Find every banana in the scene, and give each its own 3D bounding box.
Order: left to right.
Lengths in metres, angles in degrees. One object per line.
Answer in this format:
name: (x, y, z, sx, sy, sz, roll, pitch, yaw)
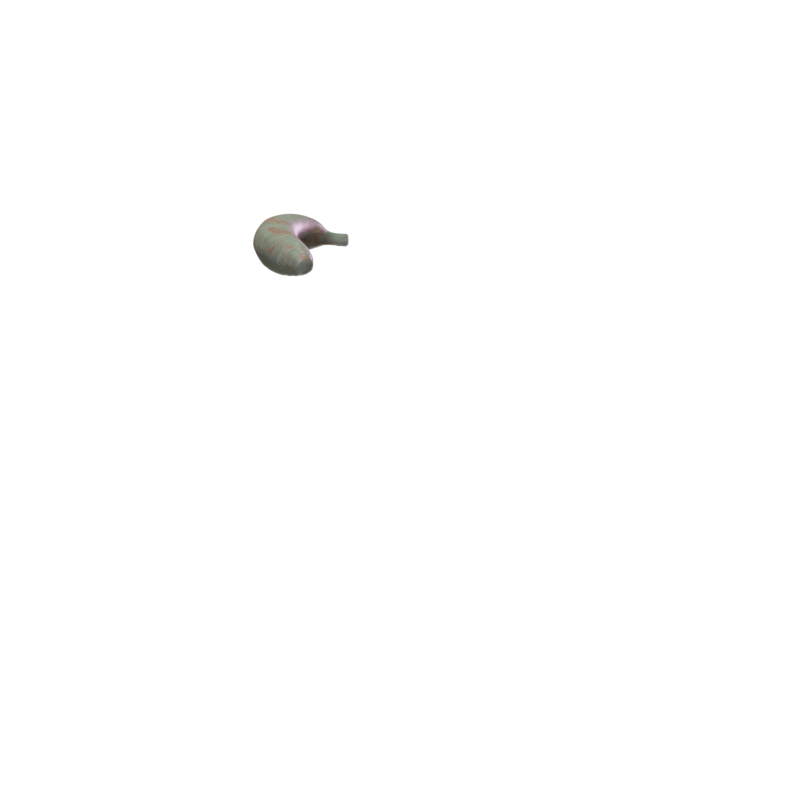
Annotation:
banana: (-0.092, -0.137, 0.950, 0.070, 0.036, 0.201, 2, 16, 7)
